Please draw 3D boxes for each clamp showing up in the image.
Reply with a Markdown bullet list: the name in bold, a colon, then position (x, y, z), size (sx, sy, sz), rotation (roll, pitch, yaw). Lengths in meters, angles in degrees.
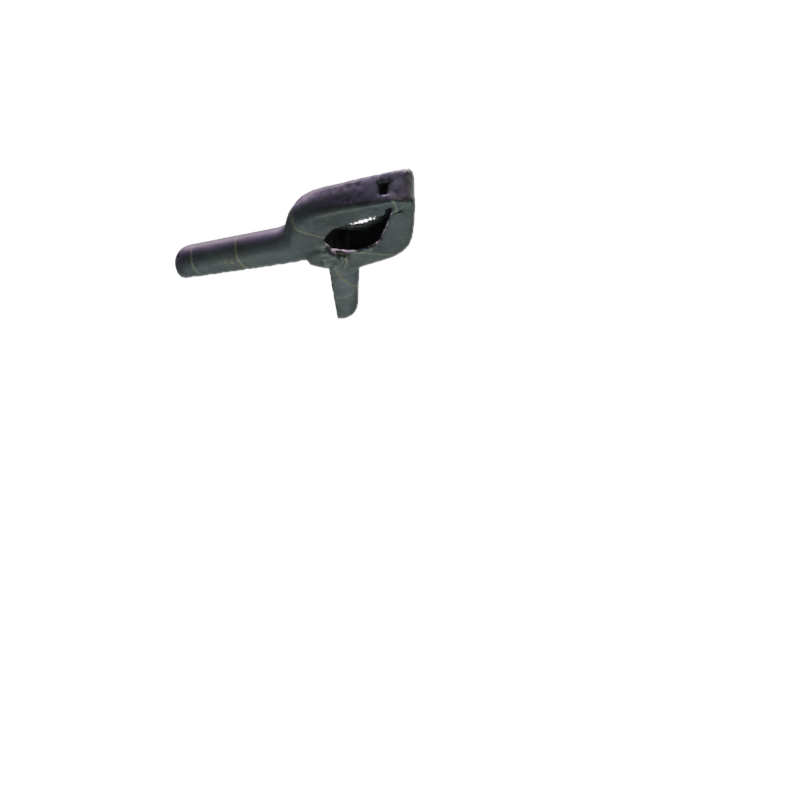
- **clamp**: position (-0.065, -0.119, 0.832), size (0.158, 0.038, 0.207), rotation (10, -22, -26)
